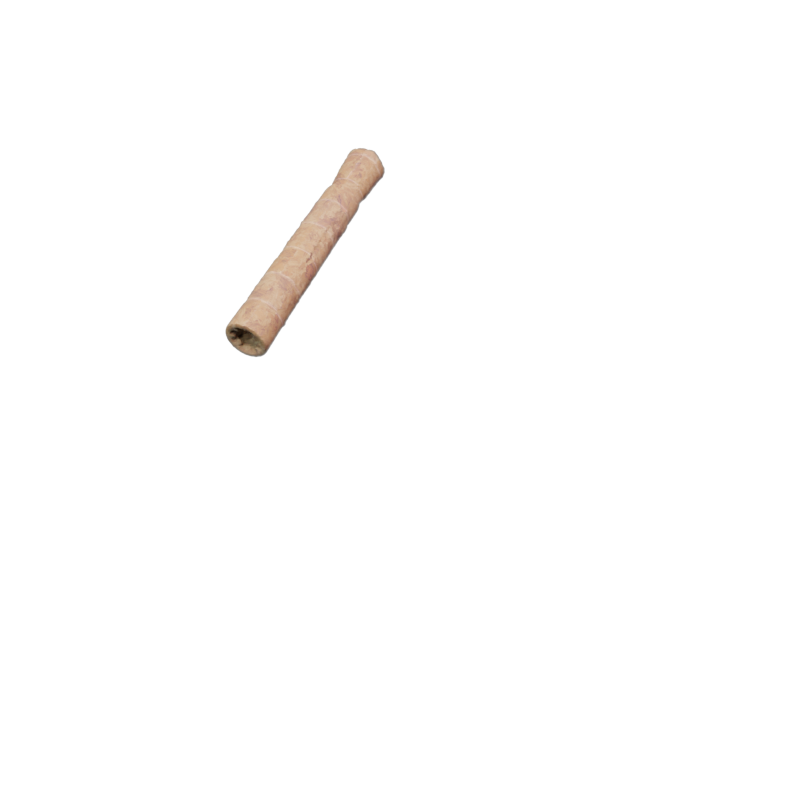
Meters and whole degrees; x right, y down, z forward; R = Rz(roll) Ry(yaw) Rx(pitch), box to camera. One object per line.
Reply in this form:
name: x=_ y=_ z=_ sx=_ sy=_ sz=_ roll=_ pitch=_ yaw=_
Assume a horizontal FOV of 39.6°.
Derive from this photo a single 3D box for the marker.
marker: x=-0.037 y=-0.067 z=0.472 sx=0.020 sy=0.018 sz=0.126 roll=1 pitch=45 yaw=32
